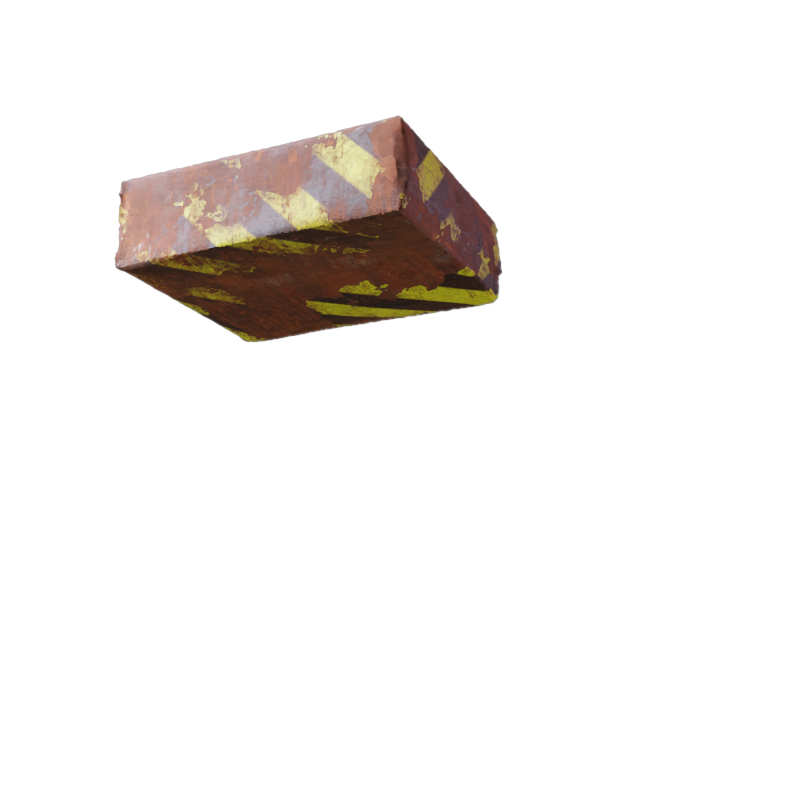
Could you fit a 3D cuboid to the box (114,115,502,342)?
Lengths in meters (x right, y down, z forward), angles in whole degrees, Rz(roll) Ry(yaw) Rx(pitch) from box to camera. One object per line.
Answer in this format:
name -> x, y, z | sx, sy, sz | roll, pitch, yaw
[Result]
box -> -0.031, -0.057, 0.400 | 0.116, 0.041, 0.084 | -9, -21, 24
